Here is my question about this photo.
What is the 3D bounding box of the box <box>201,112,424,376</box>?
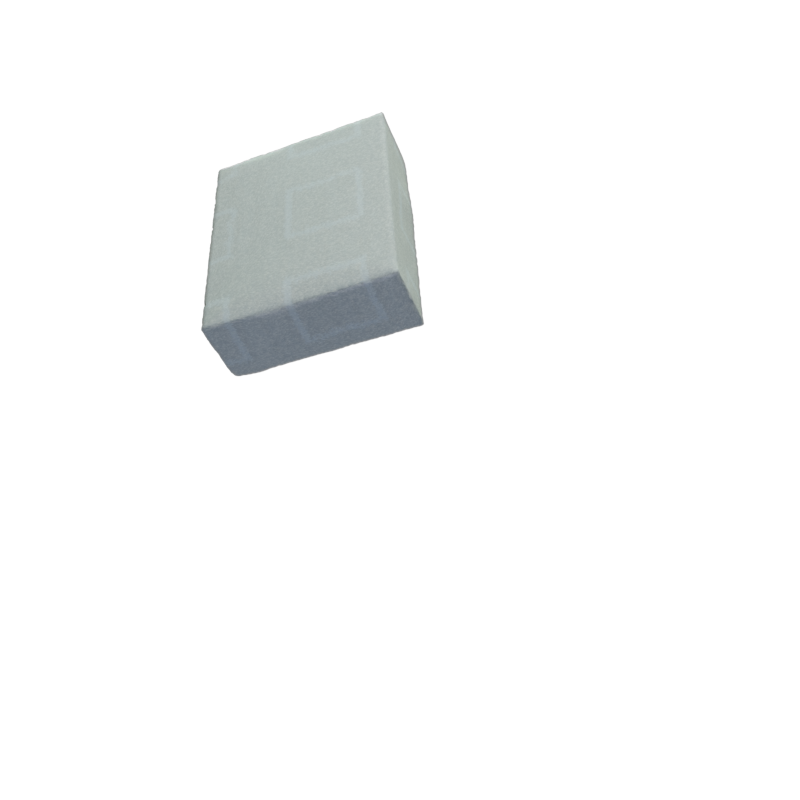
[{"bbox_3d":[-0.073,-0.133,0.933,0.165,0.230,0.066,-17,-47,13],"label":"box"}]
